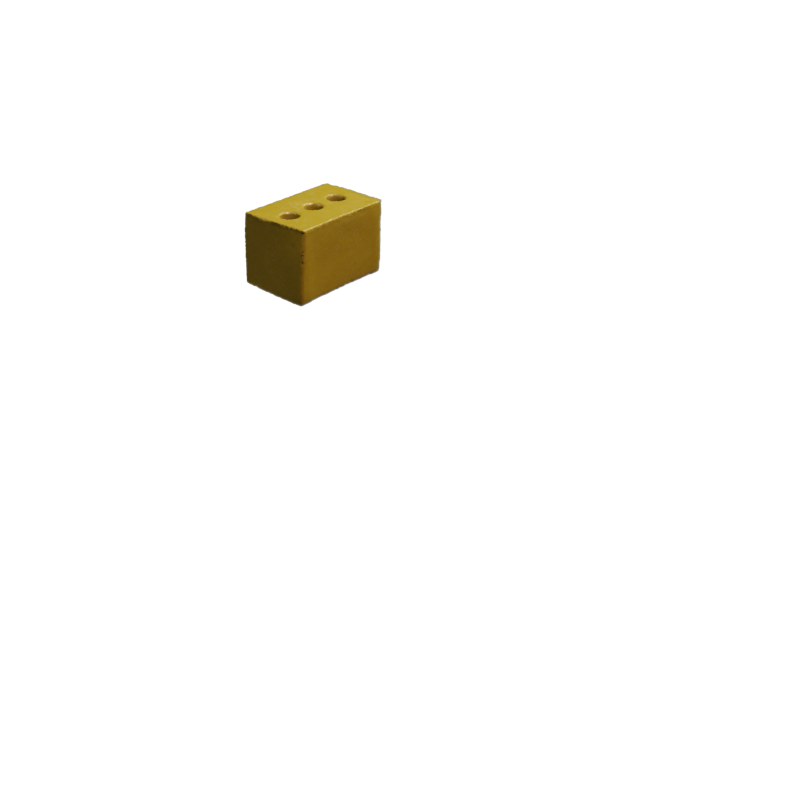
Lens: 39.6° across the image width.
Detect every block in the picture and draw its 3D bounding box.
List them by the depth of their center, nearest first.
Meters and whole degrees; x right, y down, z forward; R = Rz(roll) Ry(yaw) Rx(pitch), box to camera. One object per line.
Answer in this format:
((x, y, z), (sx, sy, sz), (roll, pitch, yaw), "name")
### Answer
((-0.057, -0.103, 0.722), (0.056, 0.048, 0.078), (21, 34, 34), "block")
